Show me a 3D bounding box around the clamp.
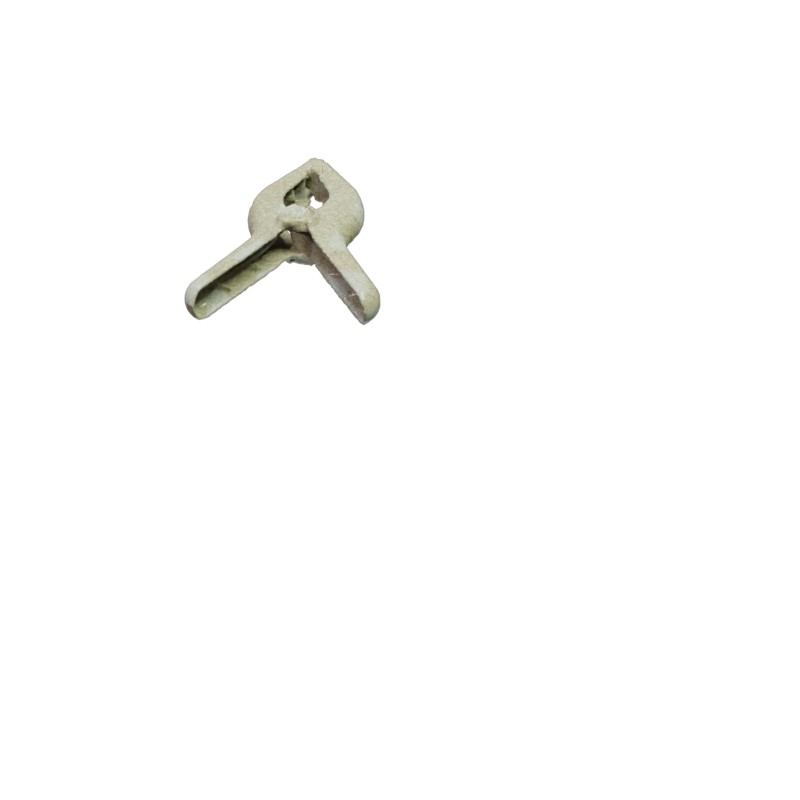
[{"bbox_3d":[-0.057,-0.104,0.727,0.123,0.037,0.180,10,44,11],"label":"clamp"}]
